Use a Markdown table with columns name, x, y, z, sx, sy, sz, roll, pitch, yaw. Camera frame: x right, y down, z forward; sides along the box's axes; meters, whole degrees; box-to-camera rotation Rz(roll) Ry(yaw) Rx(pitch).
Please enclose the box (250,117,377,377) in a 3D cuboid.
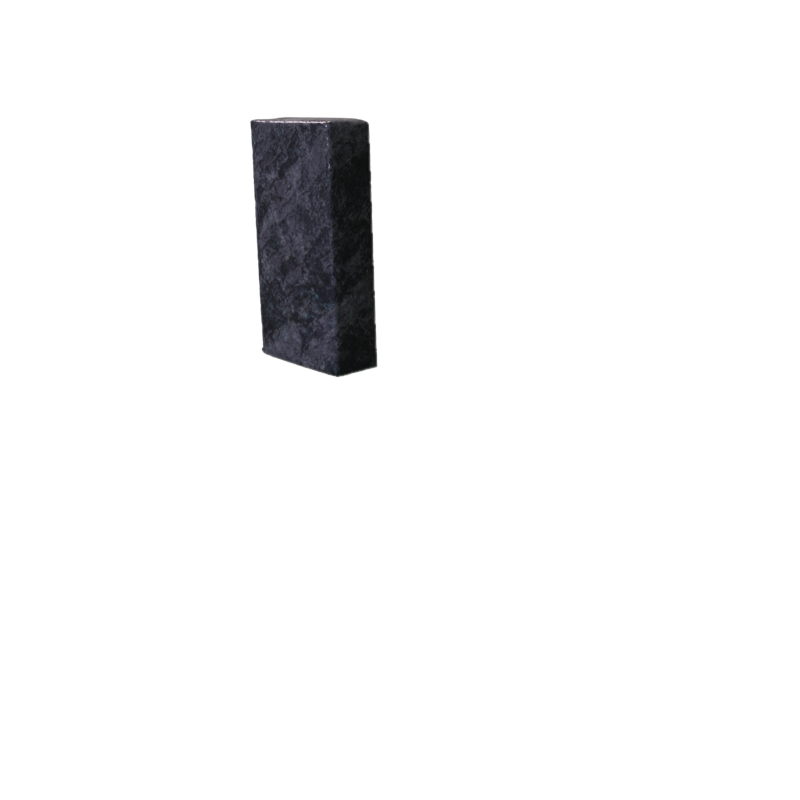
| name | x | y | z | sx | sy | sz | roll | pitch | yaw |
| --- | --- | --- | --- | --- | --- | --- | --- | --- | --- |
| box | -0.062 | -0.113 | 0.792 | 0.047 | 0.173 | 0.098 | -7 | 12 | -40 |
